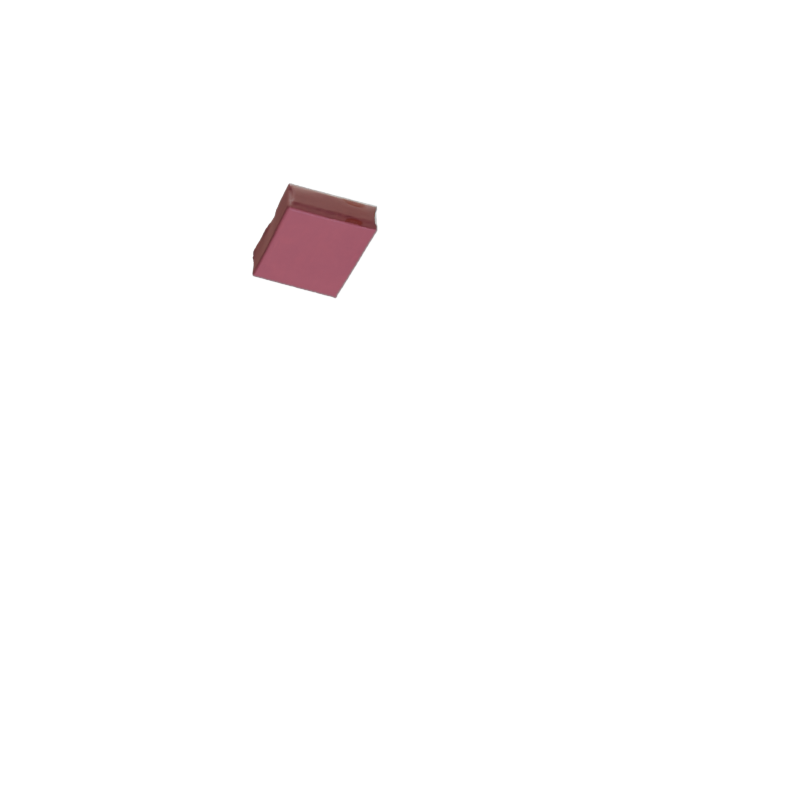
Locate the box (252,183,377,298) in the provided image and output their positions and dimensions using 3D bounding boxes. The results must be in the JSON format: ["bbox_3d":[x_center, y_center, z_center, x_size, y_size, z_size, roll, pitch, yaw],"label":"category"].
[{"bbox_3d":[-0.068,-0.124,0.867,0.071,0.032,0.086,14,-40,-18],"label":"box"}]
